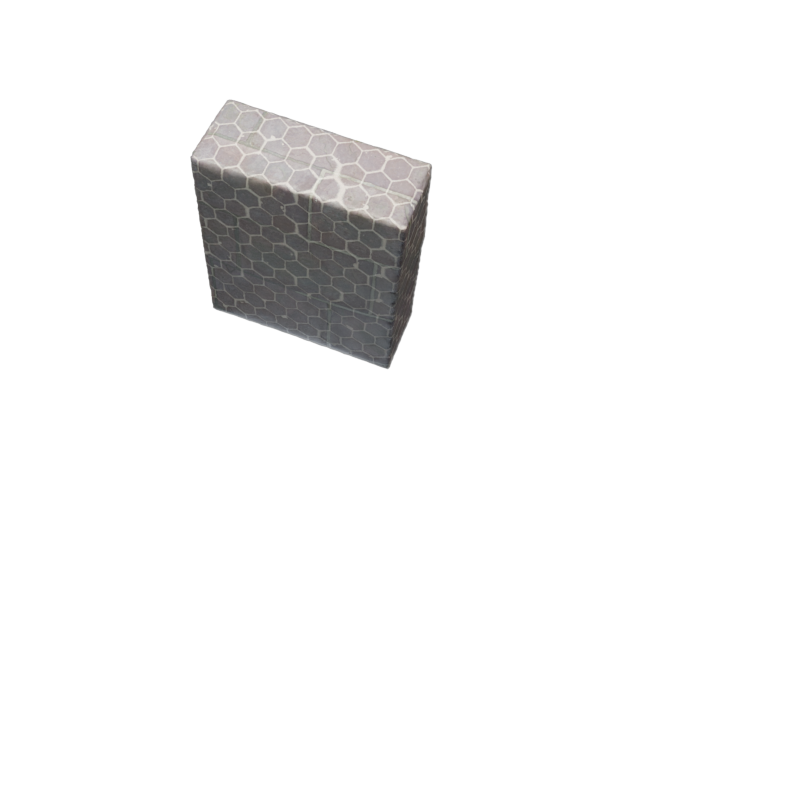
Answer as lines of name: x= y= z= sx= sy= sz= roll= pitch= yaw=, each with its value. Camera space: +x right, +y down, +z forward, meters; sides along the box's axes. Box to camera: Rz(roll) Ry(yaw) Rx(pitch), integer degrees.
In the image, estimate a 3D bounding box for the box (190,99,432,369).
box: x=-0.068 y=-0.124 z=0.867 sx=0.168 sy=0.075 sz=0.201 roll=21 pitch=-28 yaw=9
